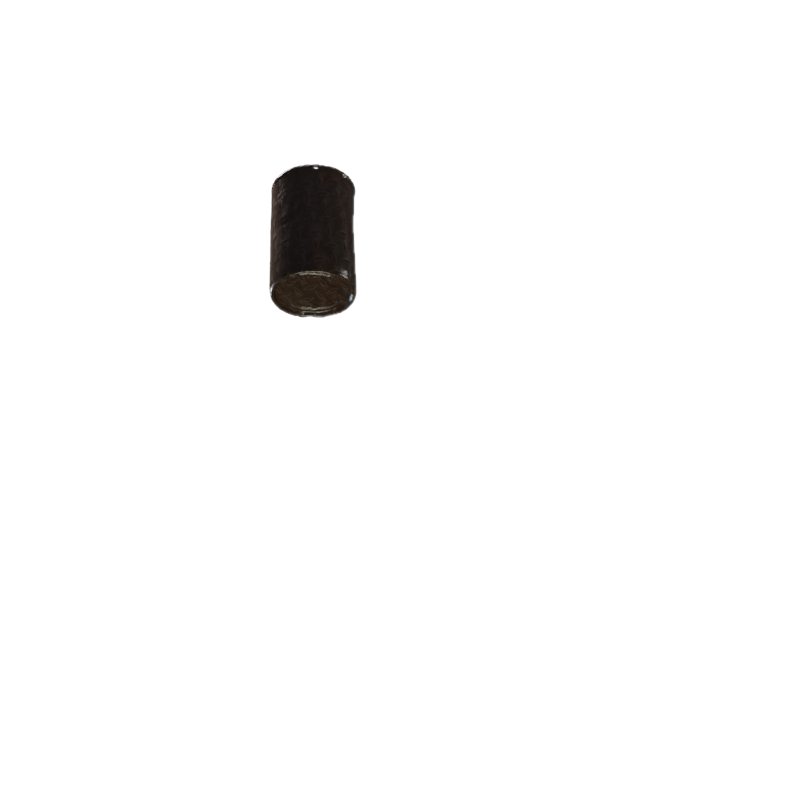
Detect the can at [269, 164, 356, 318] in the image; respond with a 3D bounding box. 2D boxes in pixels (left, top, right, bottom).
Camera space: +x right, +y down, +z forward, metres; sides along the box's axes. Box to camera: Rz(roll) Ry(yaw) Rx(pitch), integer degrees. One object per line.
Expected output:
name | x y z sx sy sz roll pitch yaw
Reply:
can | -0.068 -0.124 0.866 0.068 0.109 0.064 -1 -33 -2
